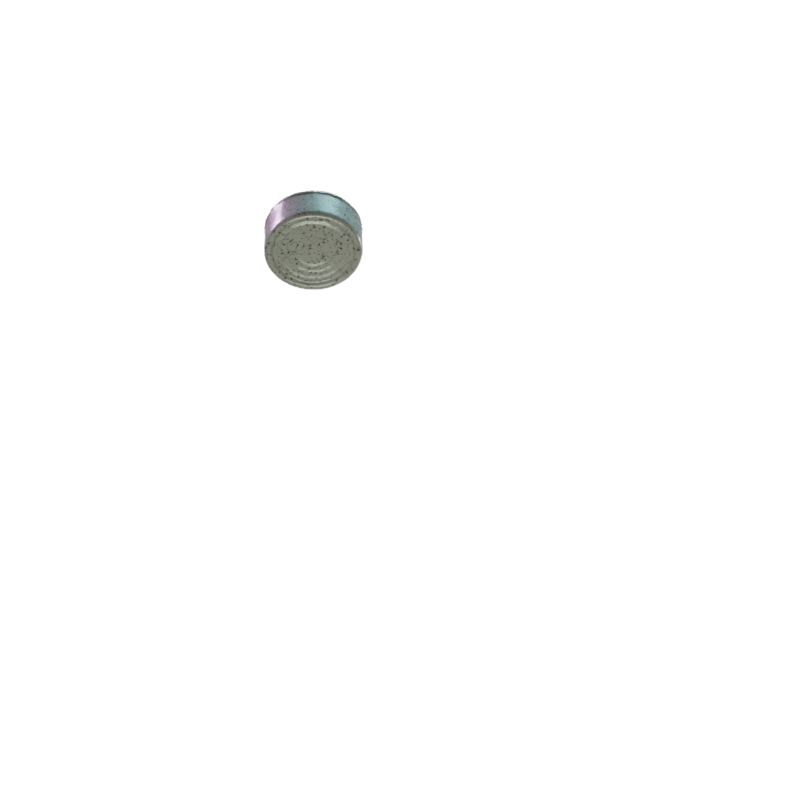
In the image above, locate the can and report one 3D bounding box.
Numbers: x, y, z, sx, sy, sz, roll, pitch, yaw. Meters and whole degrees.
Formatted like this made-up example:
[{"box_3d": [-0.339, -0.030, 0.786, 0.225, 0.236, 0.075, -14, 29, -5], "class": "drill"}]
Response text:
[{"box_3d": [-0.075, -0.137, 0.957, 0.086, 0.080, 0.036, 1, 42, -1], "class": "can"}]
